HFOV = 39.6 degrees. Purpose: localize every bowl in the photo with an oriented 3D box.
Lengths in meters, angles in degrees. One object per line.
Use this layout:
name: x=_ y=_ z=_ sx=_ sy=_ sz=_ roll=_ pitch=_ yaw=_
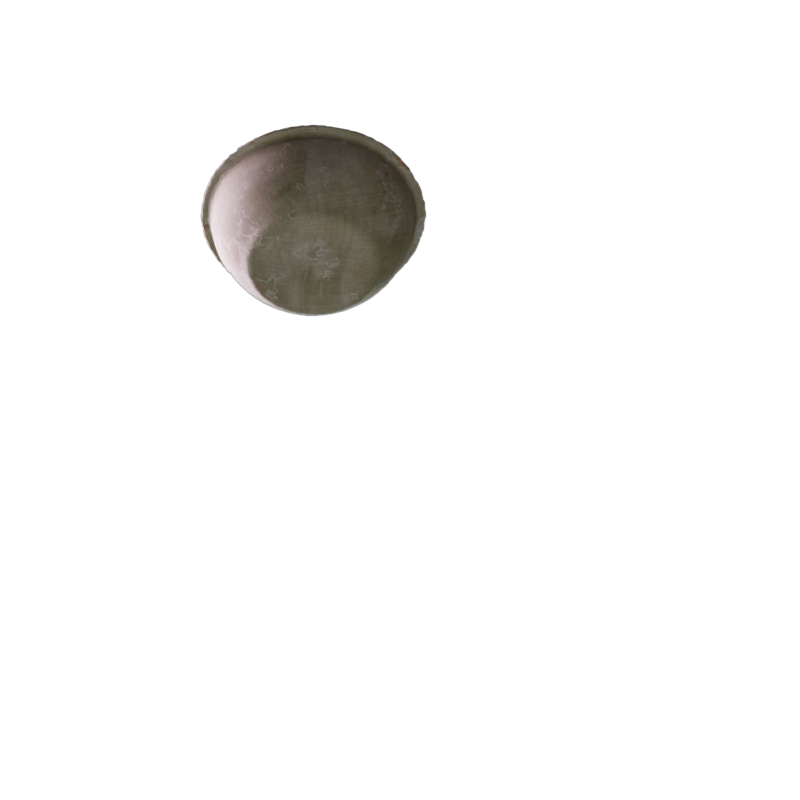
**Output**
bowl: x=-0.061 y=-0.111 z=0.778 sx=0.162 sy=0.151 sz=0.059 roll=1 pitch=43 yaw=-1
